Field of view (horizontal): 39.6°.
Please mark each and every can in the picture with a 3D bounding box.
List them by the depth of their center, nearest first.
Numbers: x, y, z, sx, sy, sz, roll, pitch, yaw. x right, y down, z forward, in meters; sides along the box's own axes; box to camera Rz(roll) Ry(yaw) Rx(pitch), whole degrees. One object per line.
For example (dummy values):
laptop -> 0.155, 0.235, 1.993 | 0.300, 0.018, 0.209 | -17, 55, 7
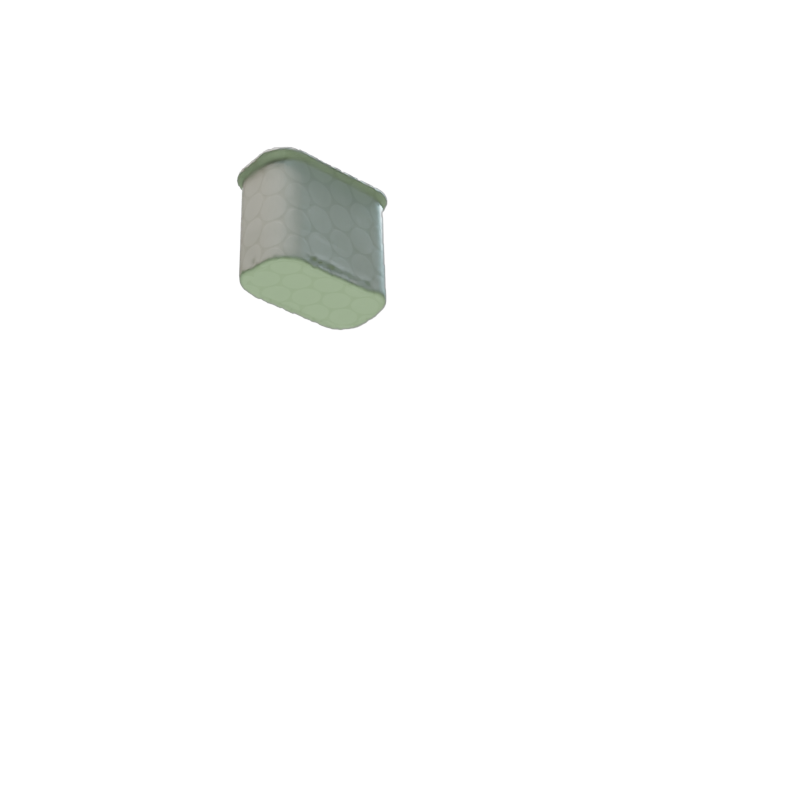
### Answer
can -> -0.056, -0.102, 0.714 | 0.096, 0.089, 0.057 | 22, -38, -35
